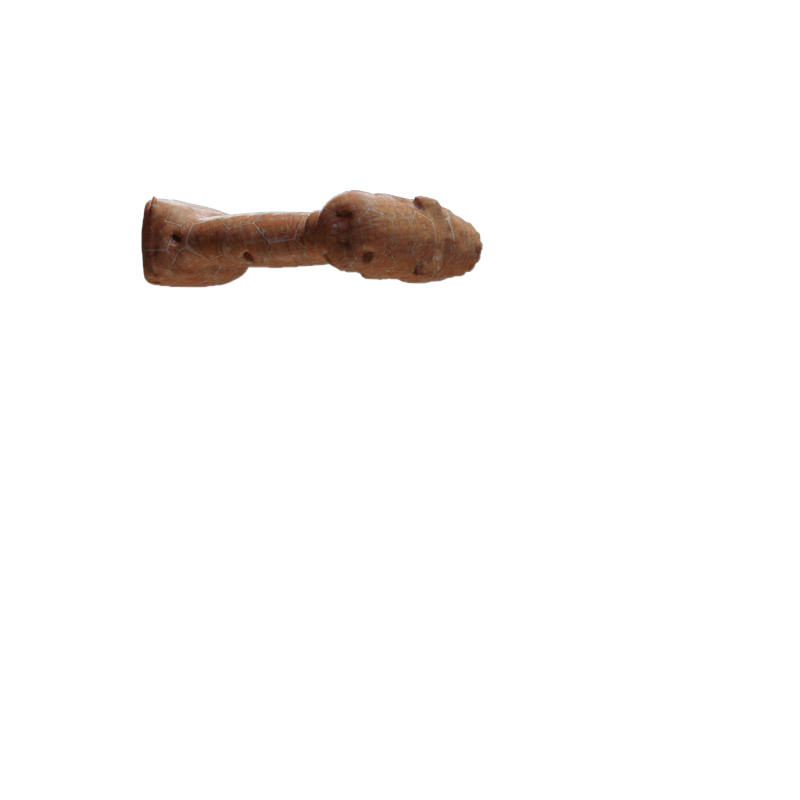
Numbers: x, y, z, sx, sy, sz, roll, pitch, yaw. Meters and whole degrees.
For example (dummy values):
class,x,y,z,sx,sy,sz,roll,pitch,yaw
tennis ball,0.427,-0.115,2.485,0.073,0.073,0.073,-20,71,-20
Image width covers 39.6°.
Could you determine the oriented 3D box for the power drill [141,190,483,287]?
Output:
class,x,y,z,sx,sy,sz,roll,pitch,yaw
power drill,-0.056,-0.102,0.712,0.193,0.058,0.178,1,1,26
